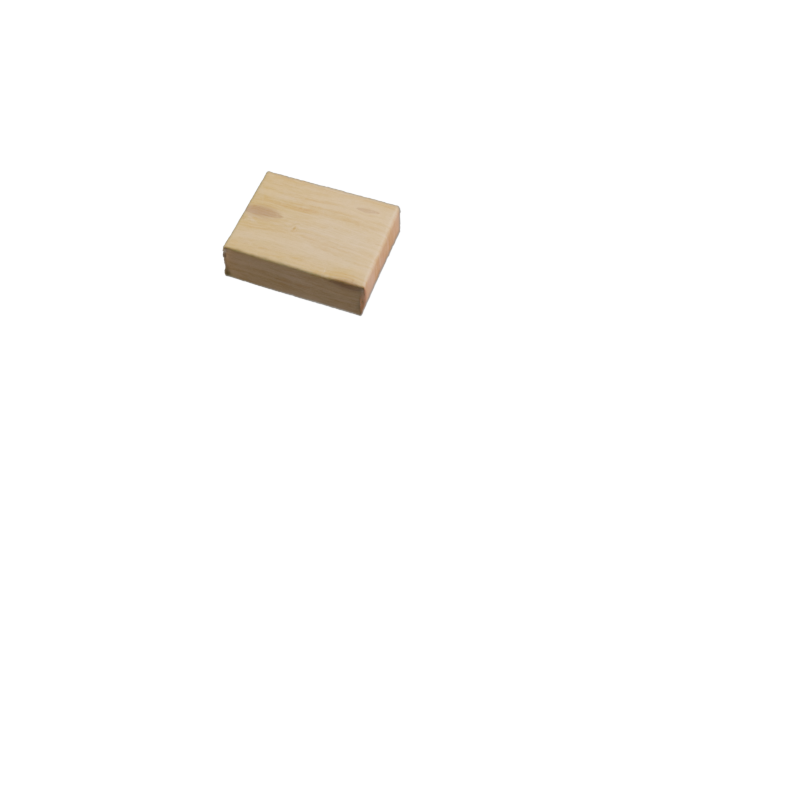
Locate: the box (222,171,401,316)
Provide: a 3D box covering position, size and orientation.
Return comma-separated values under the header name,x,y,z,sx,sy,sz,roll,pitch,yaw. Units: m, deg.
name,x,y,z,sx,sy,sz,roll,pitch,yaw
box,-0.066,-0.120,0.839,0.116,0.094,0.036,14,-40,12
